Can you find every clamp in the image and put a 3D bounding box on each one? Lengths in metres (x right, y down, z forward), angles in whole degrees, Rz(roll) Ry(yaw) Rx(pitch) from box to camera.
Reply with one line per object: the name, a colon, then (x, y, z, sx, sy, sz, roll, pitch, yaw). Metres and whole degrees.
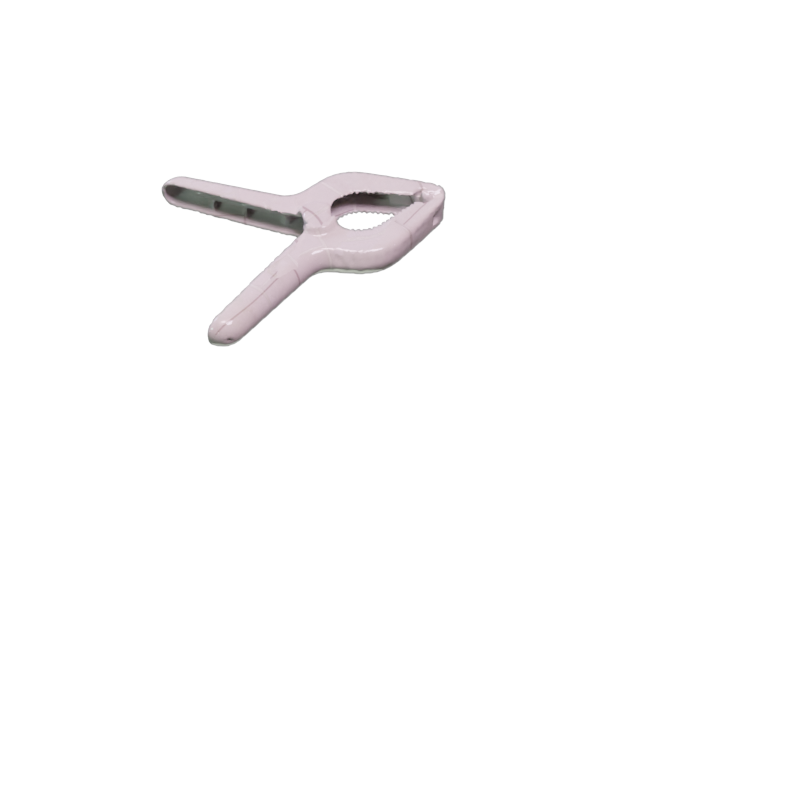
clamp: (-0.064, -0.117, 0.816, 0.208, 0.178, 0.034, -9, -39, -8)
